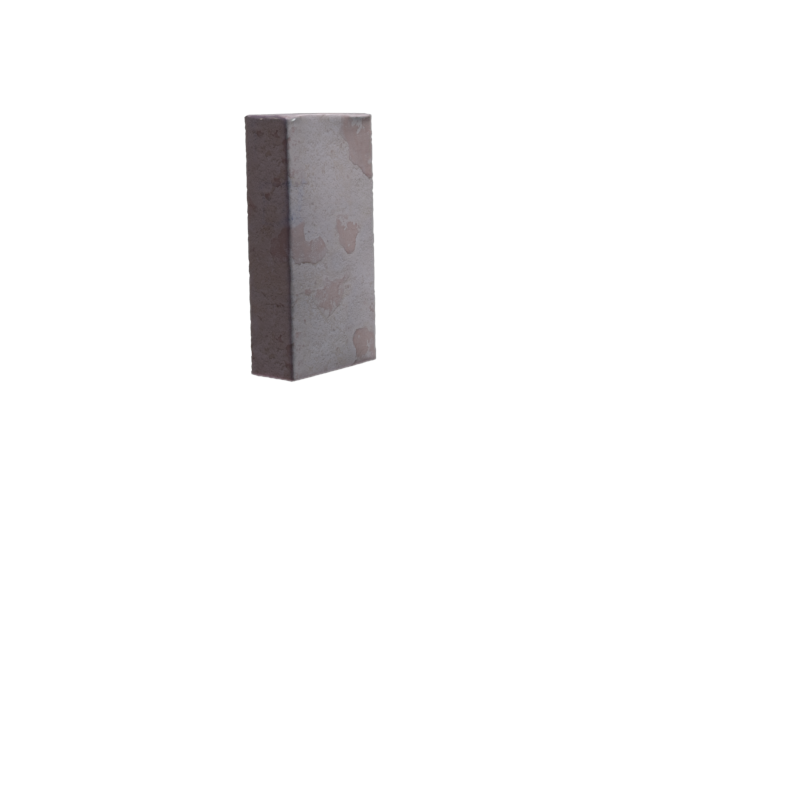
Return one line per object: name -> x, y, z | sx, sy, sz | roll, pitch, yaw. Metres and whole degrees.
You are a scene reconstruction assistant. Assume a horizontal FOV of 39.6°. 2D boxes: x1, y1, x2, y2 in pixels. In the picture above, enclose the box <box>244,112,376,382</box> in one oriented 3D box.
box -> -0.060, -0.109, 0.763 | 0.050, 0.173, 0.091 | 7, 12, 38
